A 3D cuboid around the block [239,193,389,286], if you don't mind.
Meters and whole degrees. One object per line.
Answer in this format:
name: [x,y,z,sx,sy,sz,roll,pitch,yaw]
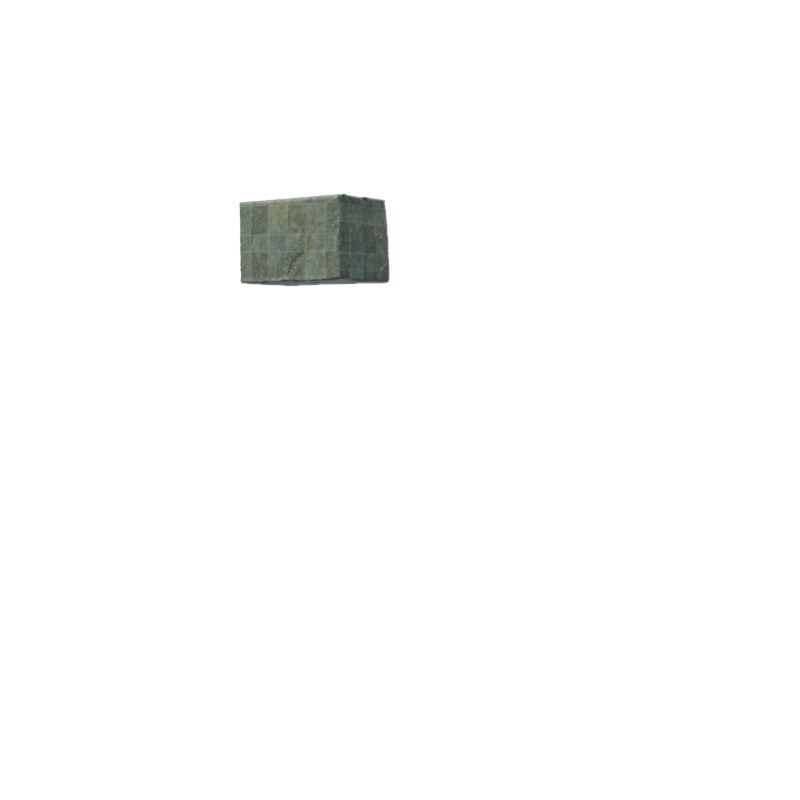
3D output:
block: [-0.053,-0.096,0.675,0.081,0.052,0.051,1,0,33]
